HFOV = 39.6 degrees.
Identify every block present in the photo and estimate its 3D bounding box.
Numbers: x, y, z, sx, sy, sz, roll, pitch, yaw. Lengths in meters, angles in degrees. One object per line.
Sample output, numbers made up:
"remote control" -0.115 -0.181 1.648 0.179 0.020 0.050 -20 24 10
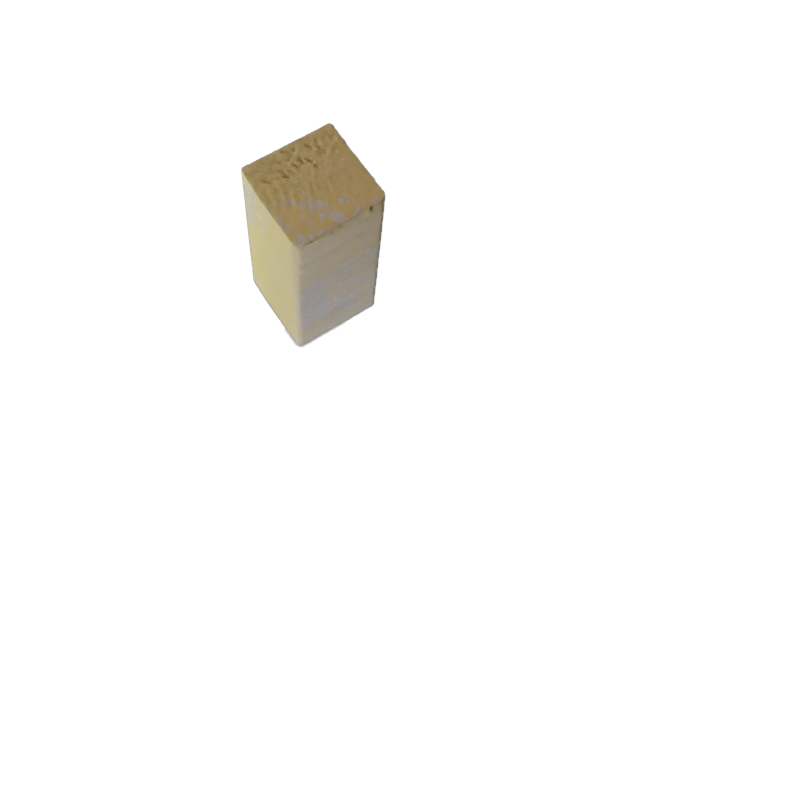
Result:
"block" -0.078 -0.141 0.993 0.091 0.095 0.195 -30 -18 -15
